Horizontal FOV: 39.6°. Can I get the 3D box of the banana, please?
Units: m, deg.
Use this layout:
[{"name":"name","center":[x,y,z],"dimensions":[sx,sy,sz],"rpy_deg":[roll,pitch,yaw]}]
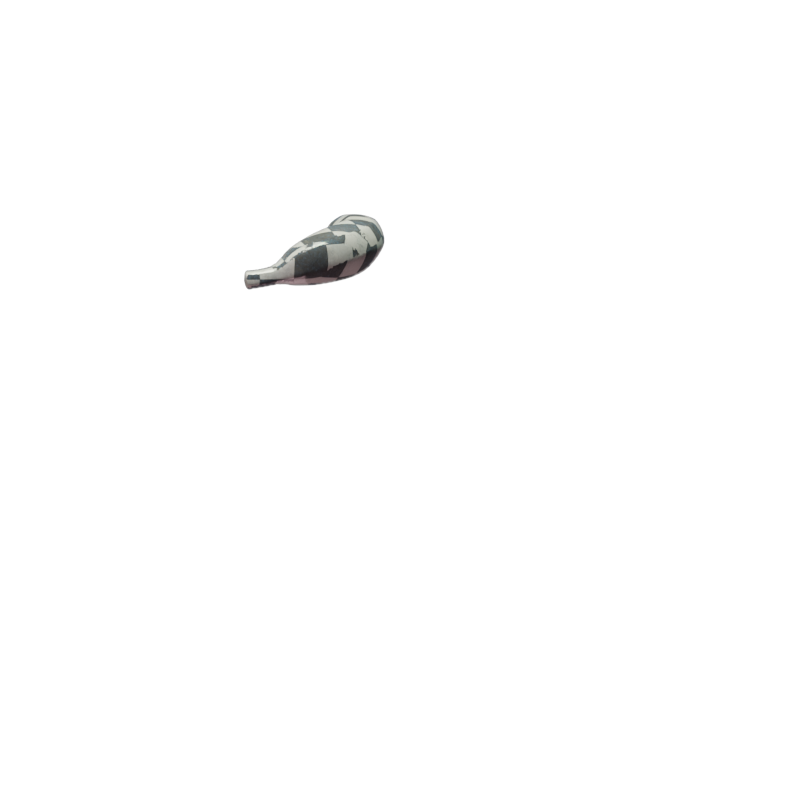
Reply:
[{"name":"banana","center":[-0.046,-0.112,0.795],"dimensions":[0.071,0.036,0.199],"rpy_deg":[4,16,14]}]
